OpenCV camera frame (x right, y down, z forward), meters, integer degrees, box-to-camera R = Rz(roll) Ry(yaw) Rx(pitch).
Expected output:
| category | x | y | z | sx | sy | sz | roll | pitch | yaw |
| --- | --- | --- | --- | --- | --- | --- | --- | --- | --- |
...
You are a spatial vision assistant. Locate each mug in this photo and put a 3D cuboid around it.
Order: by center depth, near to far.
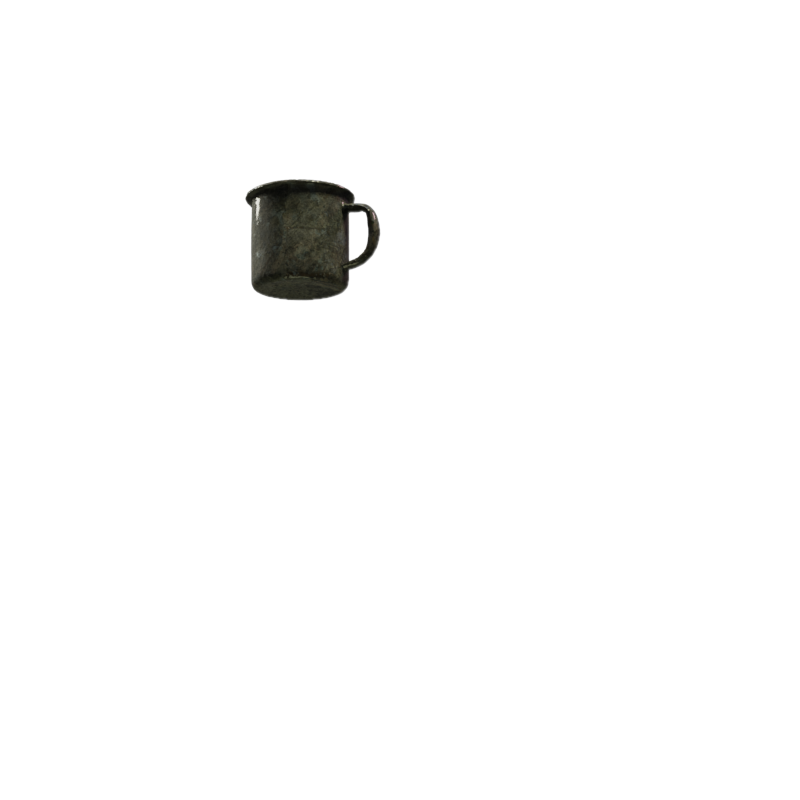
| category | x | y | z | sx | sy | sz | roll | pitch | yaw |
| --- | --- | --- | --- | --- | --- | --- | --- | --- | --- |
| mug | -0.072 | -0.132 | 0.924 | 0.119 | 0.084 | 0.088 | -5 | -13 | 19 |
